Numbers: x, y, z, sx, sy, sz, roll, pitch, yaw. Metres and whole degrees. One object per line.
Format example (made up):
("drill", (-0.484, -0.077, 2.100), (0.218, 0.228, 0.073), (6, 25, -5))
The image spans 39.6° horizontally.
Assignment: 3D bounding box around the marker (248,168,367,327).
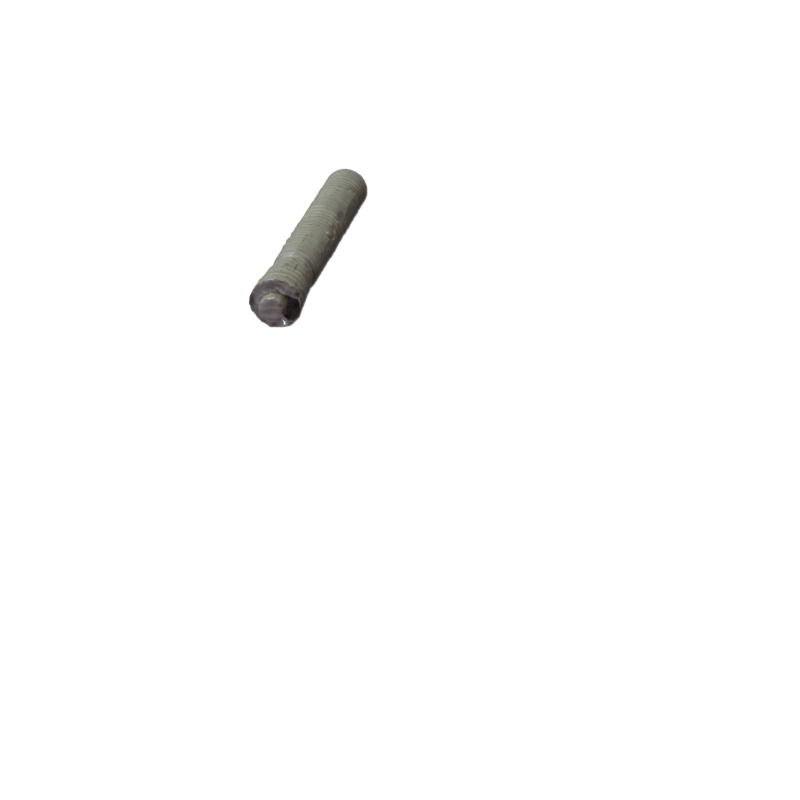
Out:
("marker", (-0.033, -0.061, 0.425), (0.020, 0.019, 0.126), (0, 29, 11))
